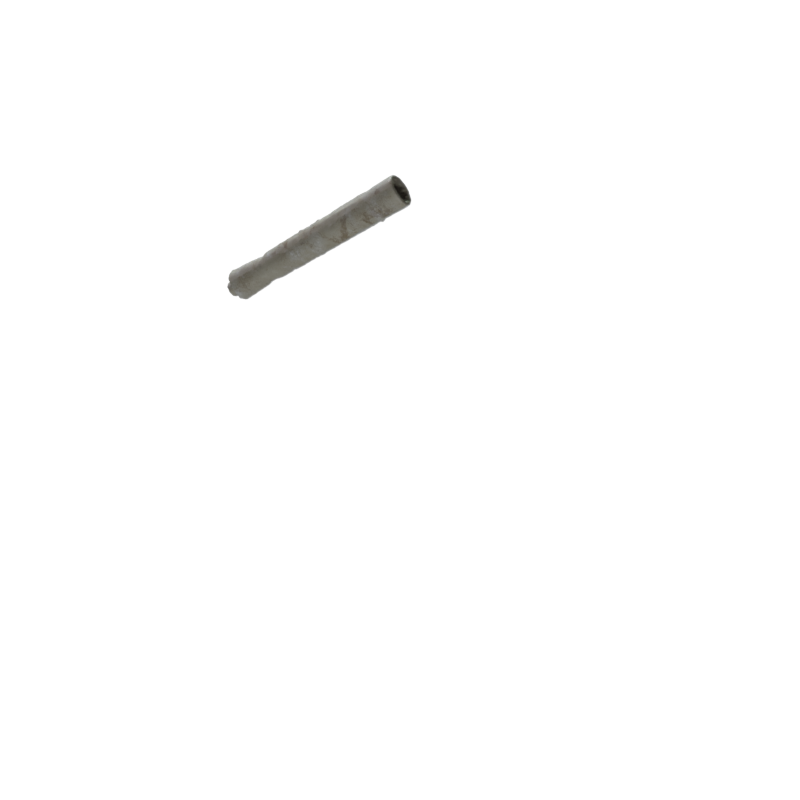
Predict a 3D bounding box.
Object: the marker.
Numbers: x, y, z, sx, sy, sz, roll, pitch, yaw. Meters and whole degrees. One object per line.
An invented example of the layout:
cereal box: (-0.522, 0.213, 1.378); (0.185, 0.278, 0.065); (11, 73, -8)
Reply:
marker: (-0.048, -0.088, 0.614); (0.121, 0.020, 0.019); (-26, -9, 26)
